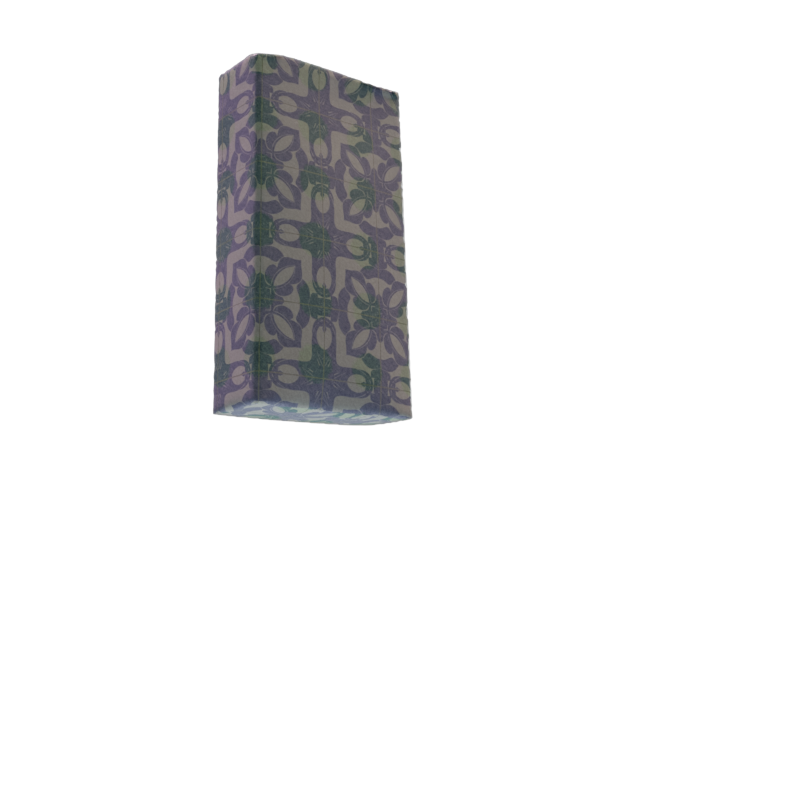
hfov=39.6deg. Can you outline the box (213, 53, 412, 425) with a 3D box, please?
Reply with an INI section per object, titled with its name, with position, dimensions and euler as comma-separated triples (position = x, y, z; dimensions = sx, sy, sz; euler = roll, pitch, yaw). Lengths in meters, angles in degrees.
[box]
position = -0.043, -0.079, 0.551
dimensions = 0.089, 0.183, 0.048
euler = 9, -18, -35
